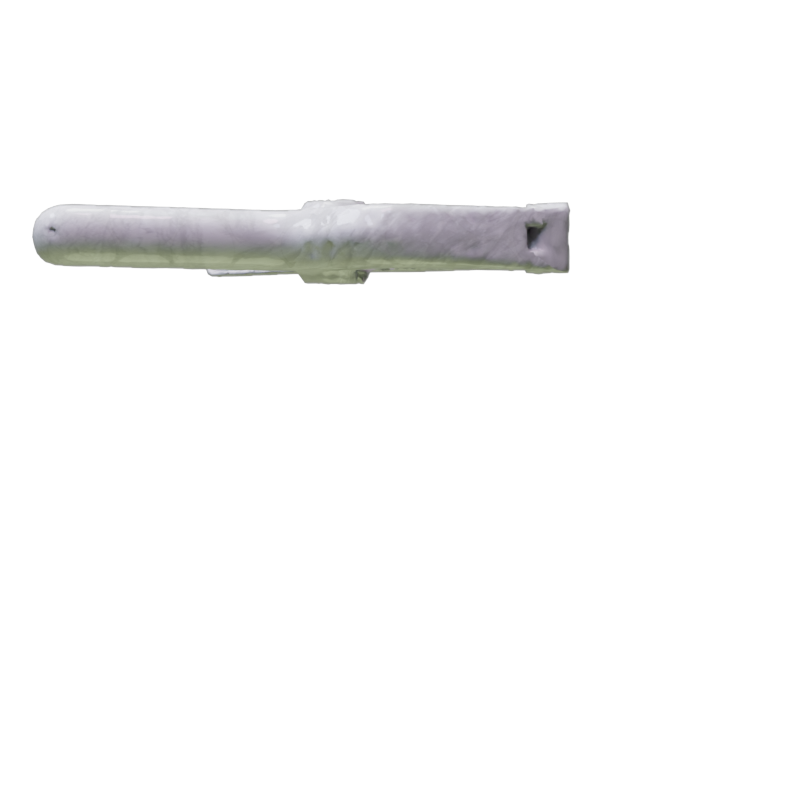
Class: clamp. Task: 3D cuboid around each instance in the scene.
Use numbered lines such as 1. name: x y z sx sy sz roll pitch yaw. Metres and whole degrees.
1. clamp: -0.037 -0.068 0.474 0.217 0.036 0.160 3 6 26
